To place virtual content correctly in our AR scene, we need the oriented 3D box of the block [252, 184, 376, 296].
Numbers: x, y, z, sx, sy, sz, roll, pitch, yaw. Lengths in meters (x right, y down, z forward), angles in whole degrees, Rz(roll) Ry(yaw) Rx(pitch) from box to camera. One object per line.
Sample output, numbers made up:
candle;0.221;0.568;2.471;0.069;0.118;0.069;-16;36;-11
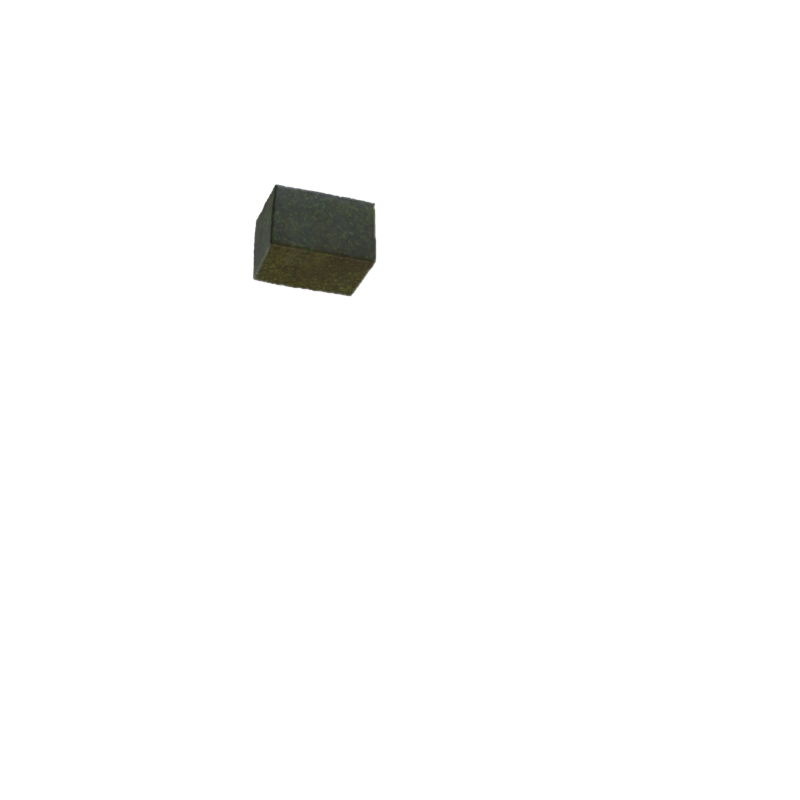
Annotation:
block;-0.062;-0.113;0.792;0.076;0.055;0.051;9;-30;-17
